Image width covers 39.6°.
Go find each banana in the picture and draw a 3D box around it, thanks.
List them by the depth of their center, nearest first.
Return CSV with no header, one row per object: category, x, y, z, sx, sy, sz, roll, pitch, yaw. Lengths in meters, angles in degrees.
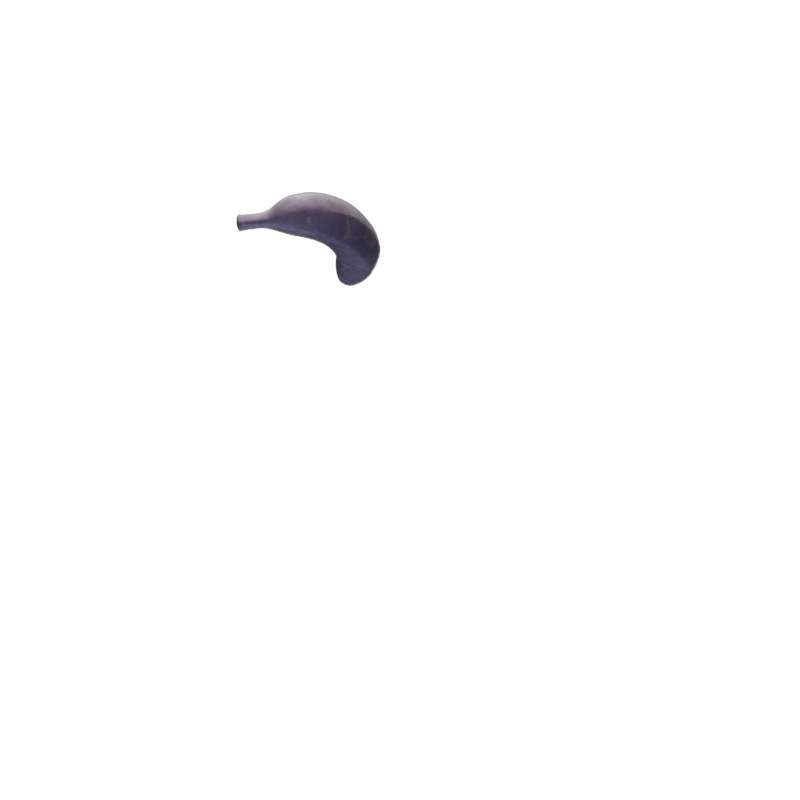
banana,-0.054,-0.129,0.879,0.071,0.038,0.187,-5,-12,23
